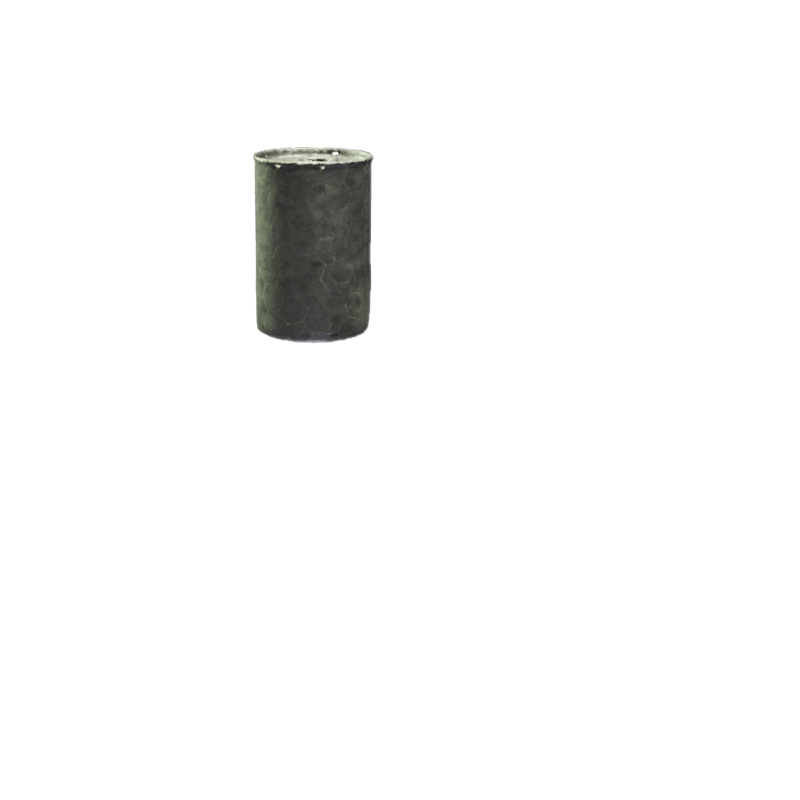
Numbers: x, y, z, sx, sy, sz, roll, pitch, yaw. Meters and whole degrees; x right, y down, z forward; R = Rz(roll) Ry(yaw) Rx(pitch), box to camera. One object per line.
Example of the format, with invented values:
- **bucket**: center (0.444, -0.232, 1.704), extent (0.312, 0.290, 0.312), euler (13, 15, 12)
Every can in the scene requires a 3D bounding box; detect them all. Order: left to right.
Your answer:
- **can**: center (-0.050, -0.091, 0.637), extent (0.068, 0.099, 0.071), euler (0, 15, -2)
